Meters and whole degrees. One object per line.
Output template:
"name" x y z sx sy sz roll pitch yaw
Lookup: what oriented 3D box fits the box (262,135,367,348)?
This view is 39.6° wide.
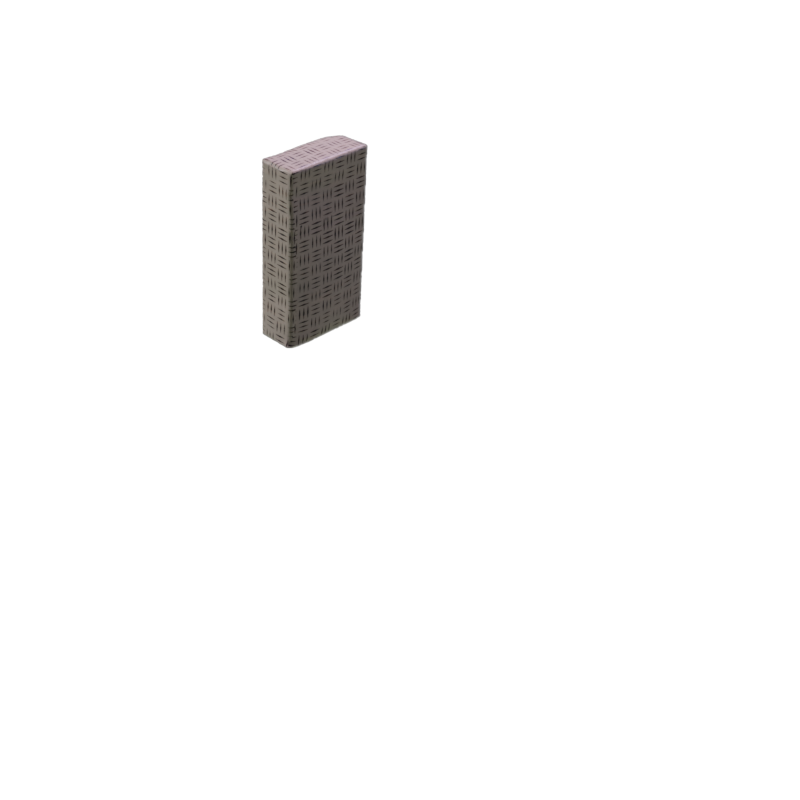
"box" -0.077 -0.141 0.986 0.051 0.166 0.093 25 36 37
